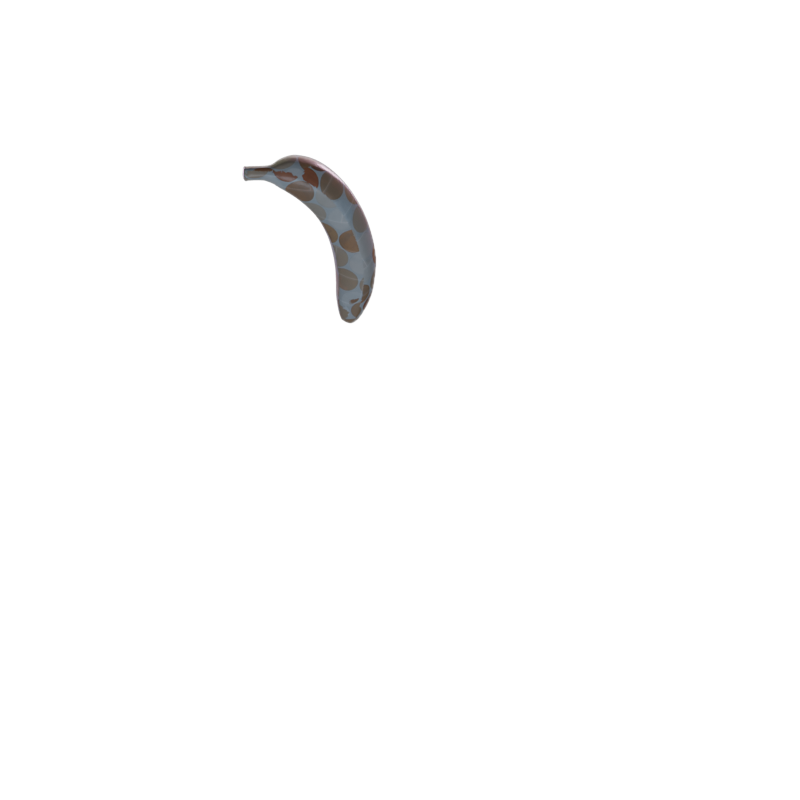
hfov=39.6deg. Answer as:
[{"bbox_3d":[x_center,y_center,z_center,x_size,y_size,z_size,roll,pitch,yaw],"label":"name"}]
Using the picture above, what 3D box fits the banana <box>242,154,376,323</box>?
[{"bbox_3d":[-0.061,-0.147,0.964,0.070,0.183,0.039,-21,38,17],"label":"banana"}]
